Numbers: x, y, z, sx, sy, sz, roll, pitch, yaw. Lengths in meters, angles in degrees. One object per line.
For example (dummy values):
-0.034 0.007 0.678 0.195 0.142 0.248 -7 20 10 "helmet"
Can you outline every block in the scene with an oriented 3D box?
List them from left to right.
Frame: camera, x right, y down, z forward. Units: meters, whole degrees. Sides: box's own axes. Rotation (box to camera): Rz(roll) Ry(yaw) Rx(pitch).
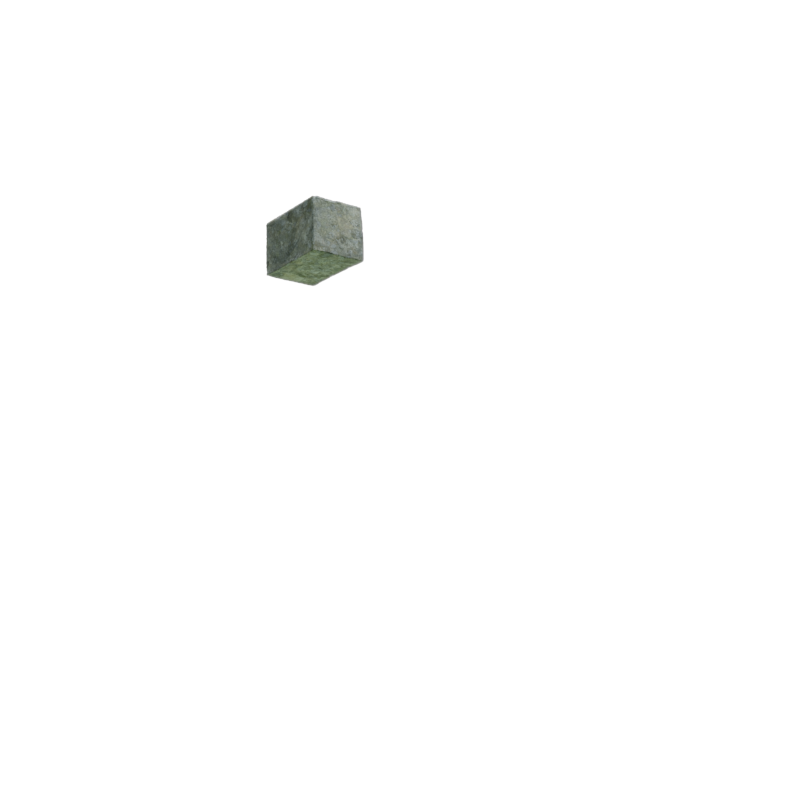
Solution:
-0.075 -0.137 0.962 0.050 0.054 0.078 12 -20 -36 "block"
